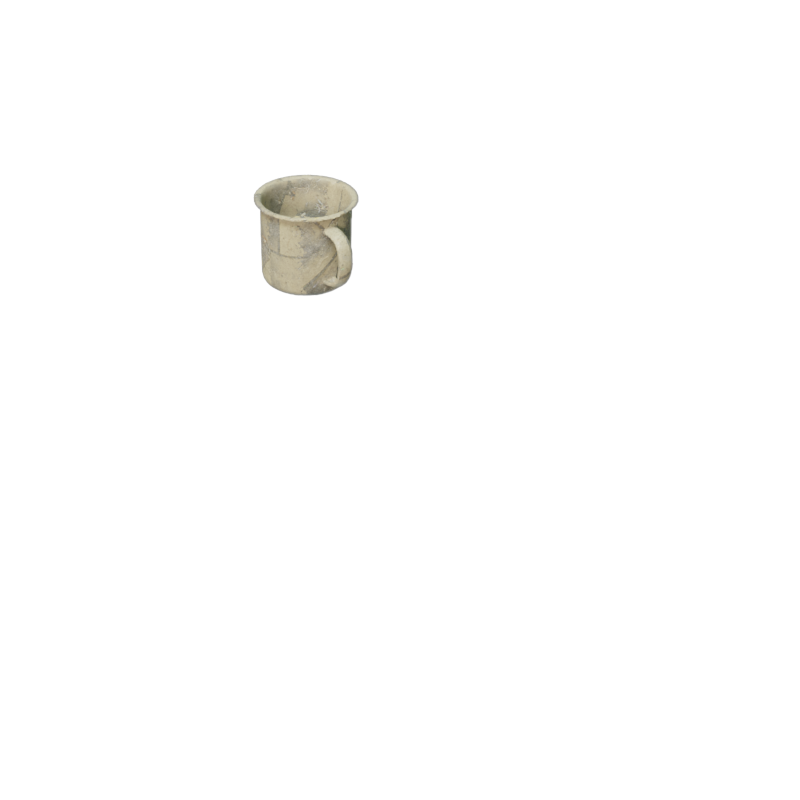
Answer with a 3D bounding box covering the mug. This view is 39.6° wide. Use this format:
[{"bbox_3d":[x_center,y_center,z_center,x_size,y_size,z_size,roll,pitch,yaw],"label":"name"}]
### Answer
[{"bbox_3d":[-0.078,-0.141,0.991,0.092,0.077,0.126,-20,38,-29],"label":"mug"}]
